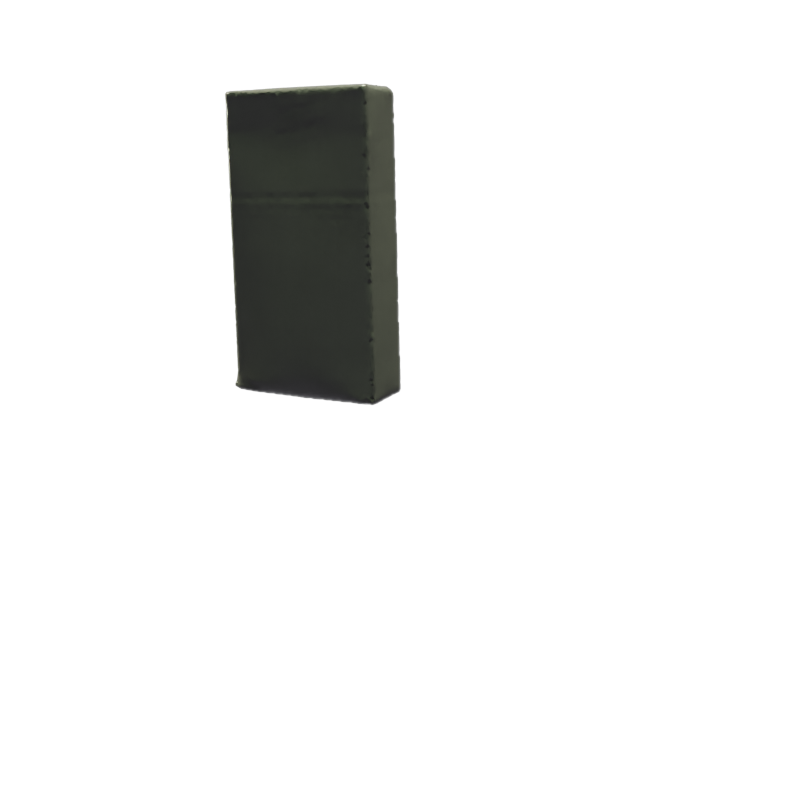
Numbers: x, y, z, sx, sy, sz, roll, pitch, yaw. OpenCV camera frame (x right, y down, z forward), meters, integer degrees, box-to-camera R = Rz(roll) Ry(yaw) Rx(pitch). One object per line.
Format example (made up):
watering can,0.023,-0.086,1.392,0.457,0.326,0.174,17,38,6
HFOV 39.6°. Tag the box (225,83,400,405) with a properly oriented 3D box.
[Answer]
box,-0.050,-0.091,0.637,0.097,0.174,0.047,3,5,27
